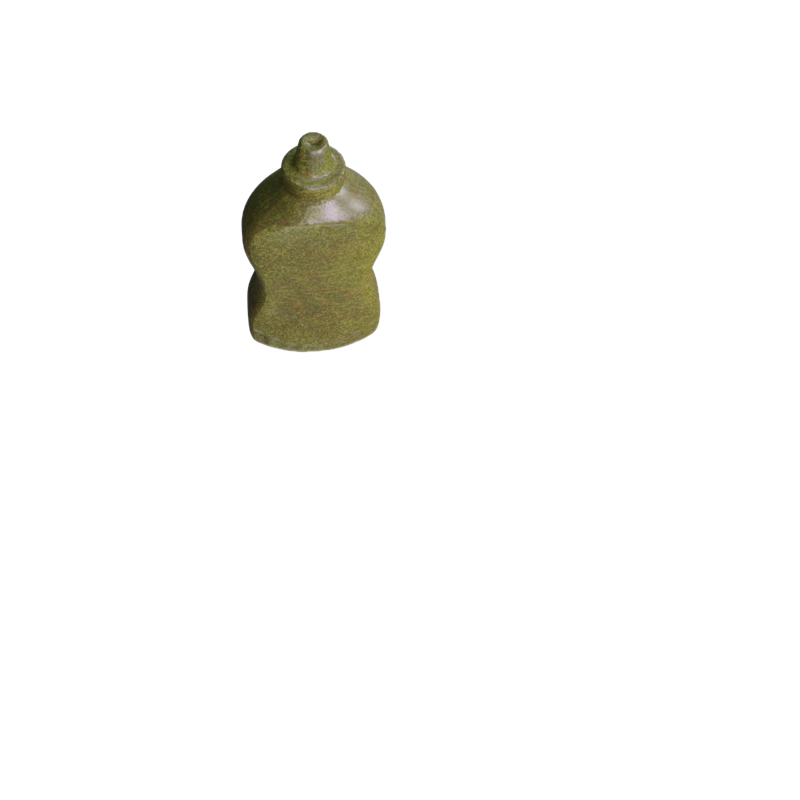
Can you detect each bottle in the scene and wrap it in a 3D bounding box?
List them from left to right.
[{"bbox_3d":[-0.059,-0.108,0.751,0.096,0.063,0.179,-2,-34,-5],"label":"bottle"}]
